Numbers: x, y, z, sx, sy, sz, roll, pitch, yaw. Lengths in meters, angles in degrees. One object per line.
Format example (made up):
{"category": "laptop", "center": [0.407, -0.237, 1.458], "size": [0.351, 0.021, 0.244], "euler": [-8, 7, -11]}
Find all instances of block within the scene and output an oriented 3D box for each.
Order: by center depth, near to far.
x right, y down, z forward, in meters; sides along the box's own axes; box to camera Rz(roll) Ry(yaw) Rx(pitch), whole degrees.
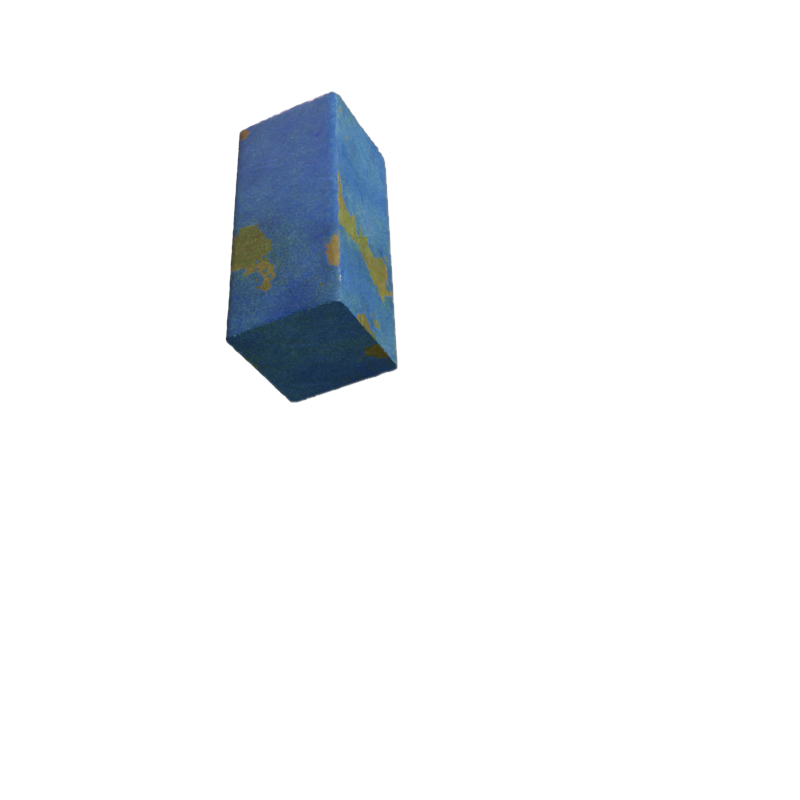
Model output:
{"category": "block", "center": [-0.064, -0.118, 0.821], "size": [0.091, 0.221, 0.084], "euler": [-20, -42, 20]}
